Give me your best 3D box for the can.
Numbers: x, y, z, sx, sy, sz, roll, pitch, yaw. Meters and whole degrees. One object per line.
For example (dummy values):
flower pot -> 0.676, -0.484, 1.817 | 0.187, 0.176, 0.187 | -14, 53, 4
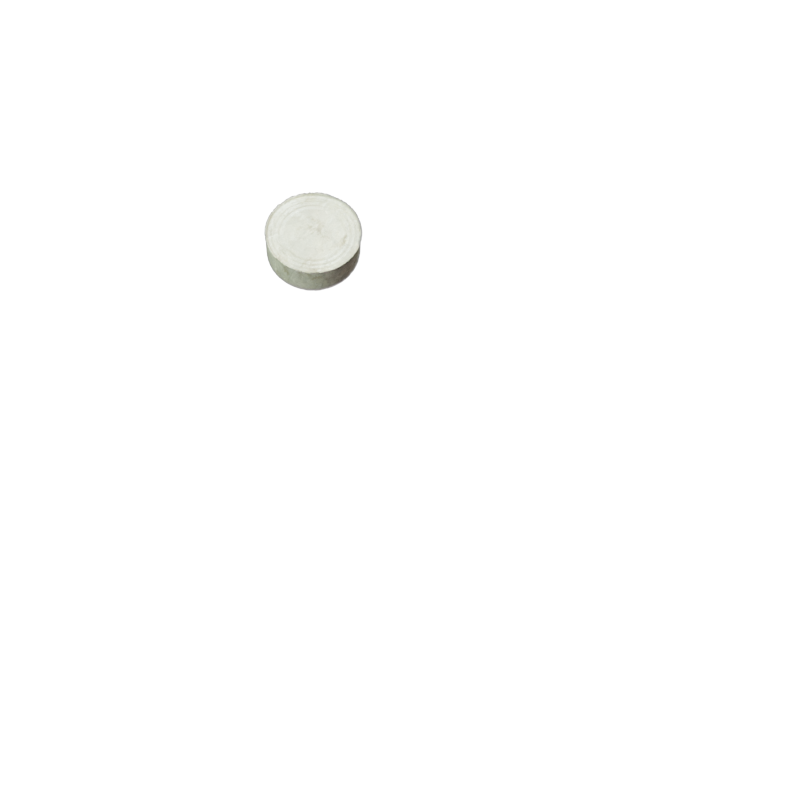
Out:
can -> -0.077, -0.141, 0.988 | 0.086, 0.092, 0.031 | -1, -31, -1
